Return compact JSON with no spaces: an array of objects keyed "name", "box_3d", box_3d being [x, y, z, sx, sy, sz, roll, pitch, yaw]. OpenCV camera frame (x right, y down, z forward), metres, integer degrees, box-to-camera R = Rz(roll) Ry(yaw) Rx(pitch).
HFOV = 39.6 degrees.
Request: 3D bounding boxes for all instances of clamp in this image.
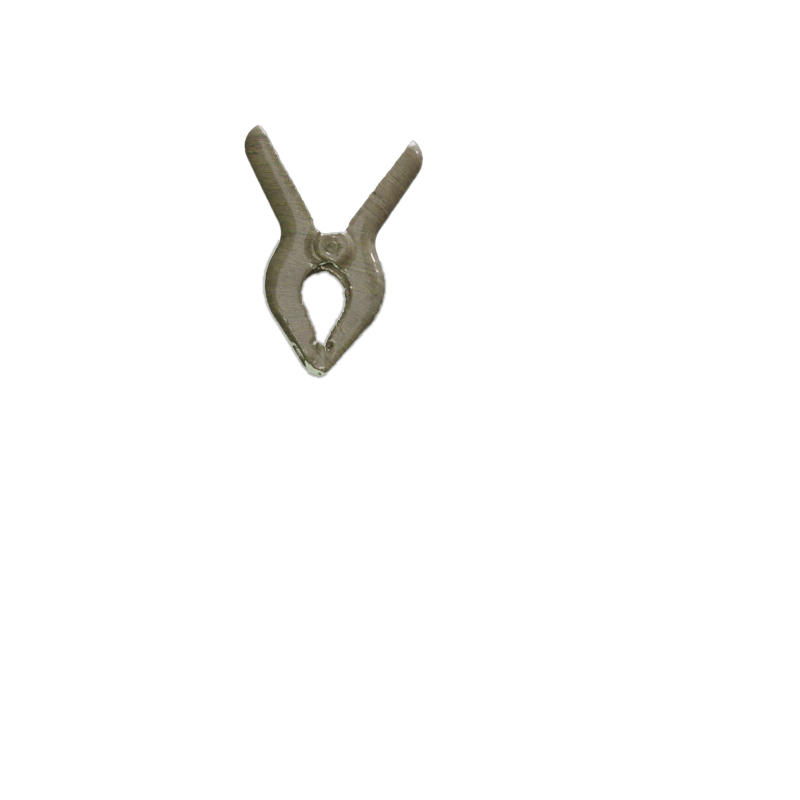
[{"name":"clamp","box_3d":[-0.057,-0.105,0.734,0.121,0.178,0.038,11,-18,3]}]
